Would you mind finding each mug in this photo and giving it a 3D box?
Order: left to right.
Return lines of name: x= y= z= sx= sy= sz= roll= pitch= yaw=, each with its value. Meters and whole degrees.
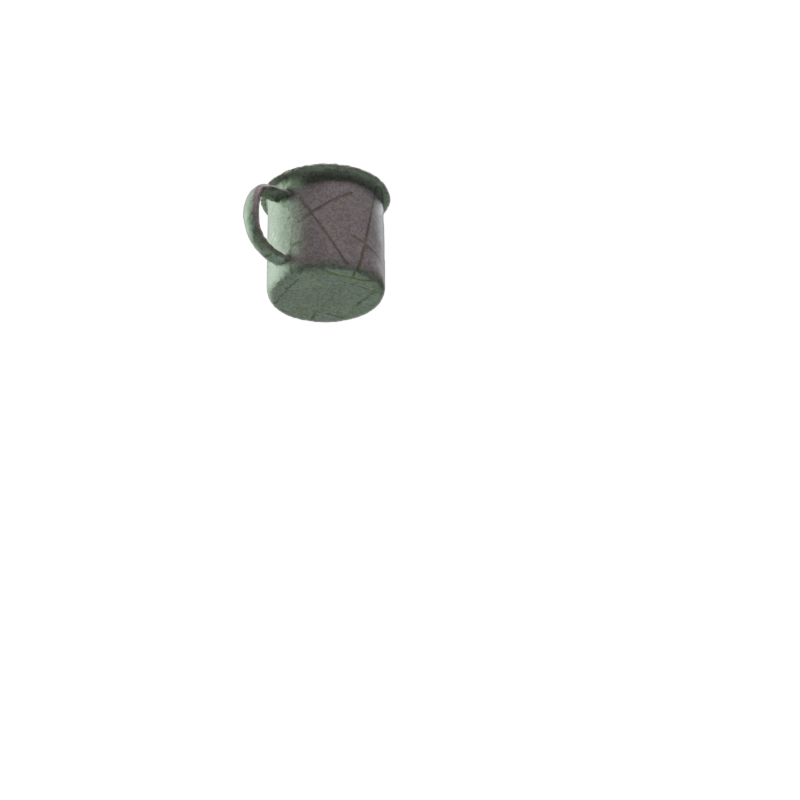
mug: x=-0.060 y=-0.110 z=0.770 sx=0.094 sy=0.087 sz=0.110 roll=-24 pitch=-34 yaw=38
